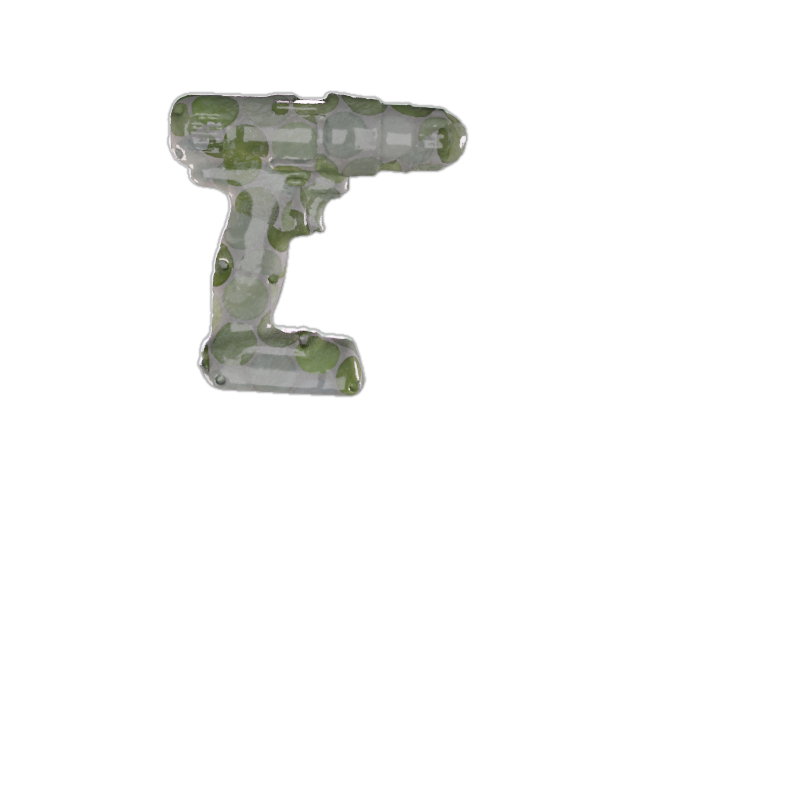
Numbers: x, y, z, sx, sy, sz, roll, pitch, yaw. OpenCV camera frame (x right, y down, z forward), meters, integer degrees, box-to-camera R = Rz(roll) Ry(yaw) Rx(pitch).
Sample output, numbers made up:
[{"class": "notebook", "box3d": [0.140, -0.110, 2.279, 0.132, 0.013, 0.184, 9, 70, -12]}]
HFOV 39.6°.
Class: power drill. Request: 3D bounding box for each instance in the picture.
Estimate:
[{"class": "power drill", "box3d": [-0.055, -0.100, 0.698, 0.184, 0.184, 0.059, 3, 9, -1]}]
